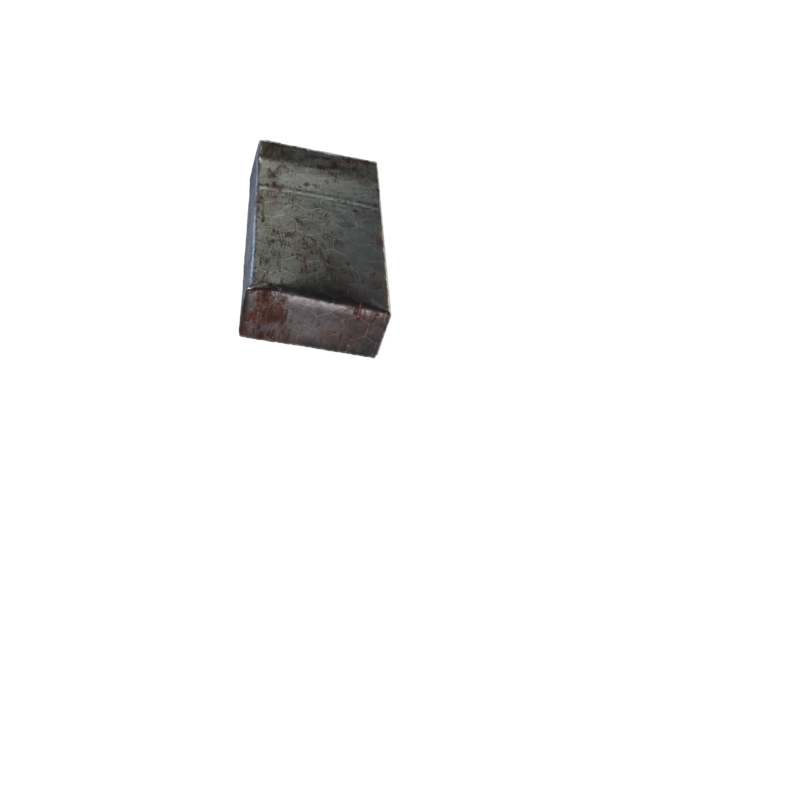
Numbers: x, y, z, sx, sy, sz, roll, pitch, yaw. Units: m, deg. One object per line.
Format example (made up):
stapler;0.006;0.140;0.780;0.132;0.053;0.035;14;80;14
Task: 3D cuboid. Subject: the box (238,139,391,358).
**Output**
box;-0.060;-0.108;0.762;0.092;0.045;0.189;9;38;-10
